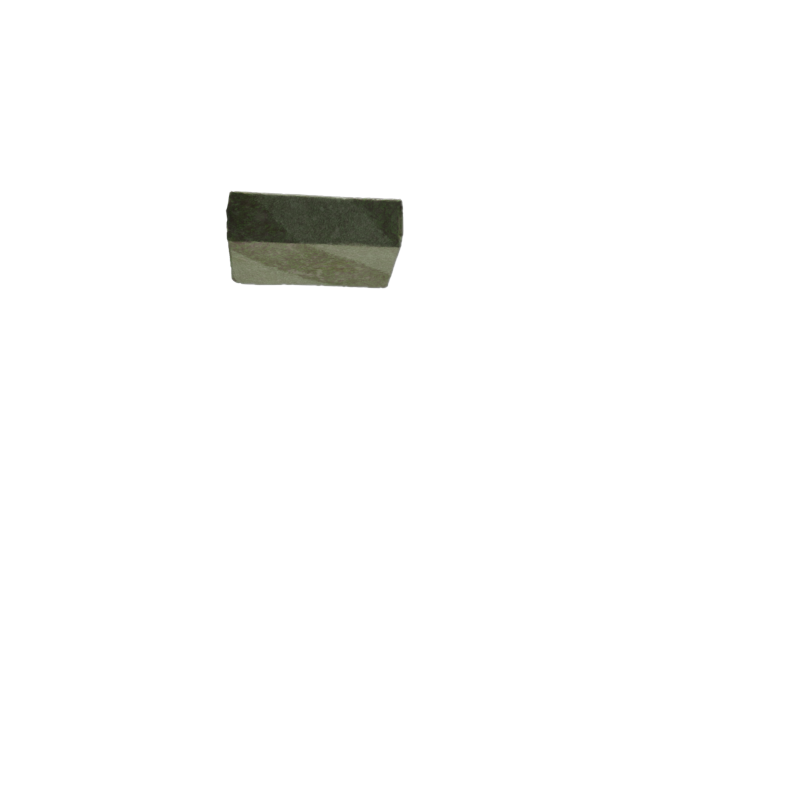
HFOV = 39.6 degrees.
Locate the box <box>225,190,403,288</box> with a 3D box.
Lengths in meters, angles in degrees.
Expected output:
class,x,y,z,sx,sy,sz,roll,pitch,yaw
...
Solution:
class,x,y,z,sx,sy,sz,roll,pitch,yaw
box,-0.058,-0.105,0.736,0.113,0.040,0.087,1,-13,-4
